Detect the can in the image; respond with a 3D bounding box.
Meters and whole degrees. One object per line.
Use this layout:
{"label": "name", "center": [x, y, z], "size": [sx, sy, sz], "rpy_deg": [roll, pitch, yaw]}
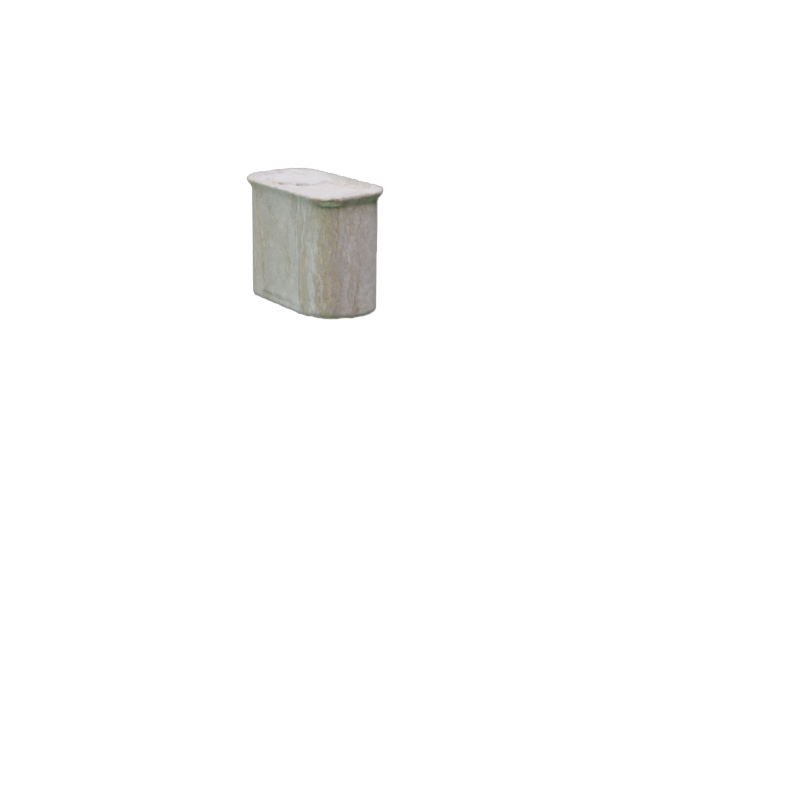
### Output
{"label": "can", "center": [-0.059, -0.107, 0.750], "size": [0.056, 0.081, 0.108], "rpy_deg": [-13, 23, -36]}
